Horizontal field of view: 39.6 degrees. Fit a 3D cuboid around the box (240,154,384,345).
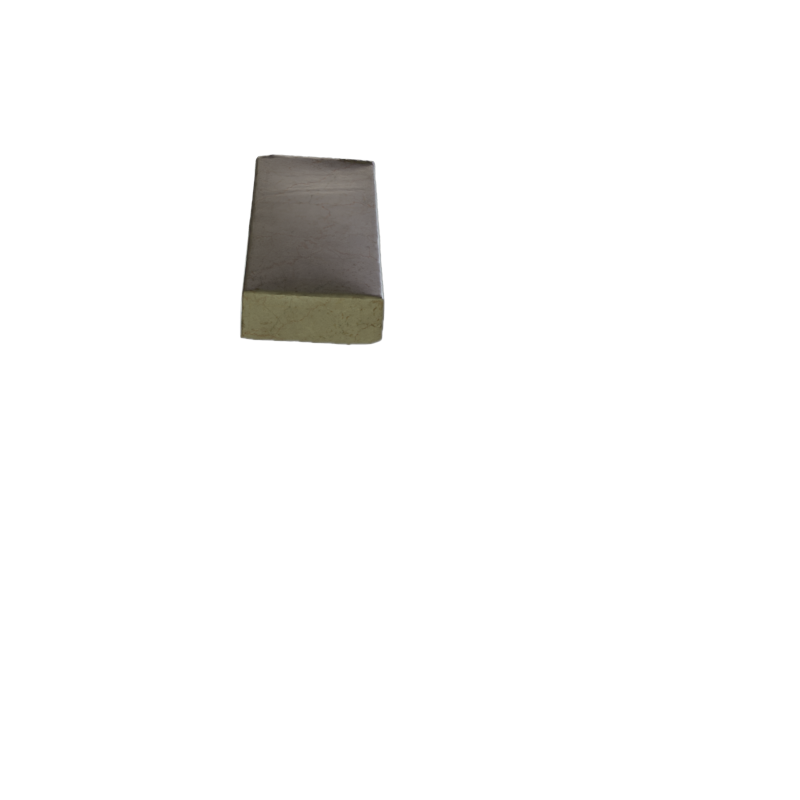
[{"bbox_3d":[-0.061,-0.111,0.777,0.093,0.045,0.189,1,41,-5],"label":"box"}]
